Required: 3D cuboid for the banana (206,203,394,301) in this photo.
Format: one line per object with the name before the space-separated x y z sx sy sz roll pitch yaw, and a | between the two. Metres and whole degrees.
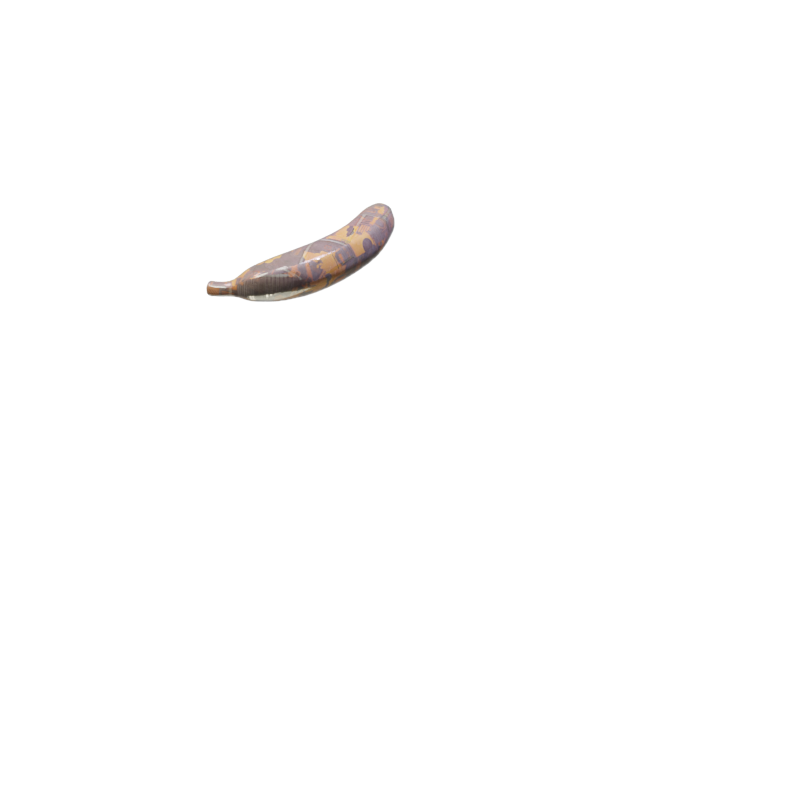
banana | -0.061 -0.121 0.902 0.074 0.034 0.197 28 43 36
